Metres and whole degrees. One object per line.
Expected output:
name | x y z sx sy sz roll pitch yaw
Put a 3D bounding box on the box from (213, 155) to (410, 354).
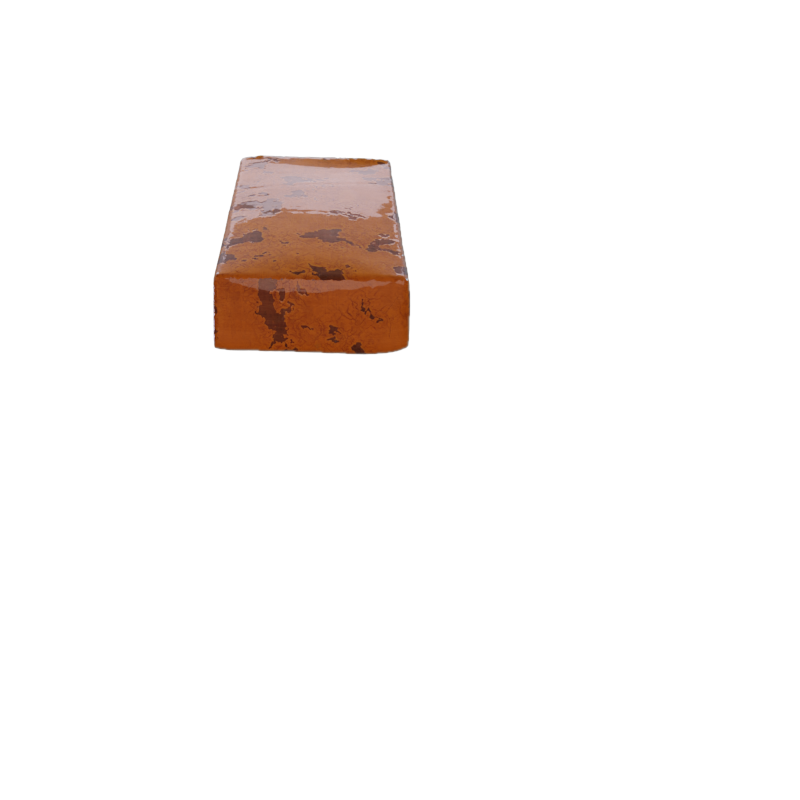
box | -0.047 -0.085 0.594 0.093 0.045 0.187 0 31 -4
